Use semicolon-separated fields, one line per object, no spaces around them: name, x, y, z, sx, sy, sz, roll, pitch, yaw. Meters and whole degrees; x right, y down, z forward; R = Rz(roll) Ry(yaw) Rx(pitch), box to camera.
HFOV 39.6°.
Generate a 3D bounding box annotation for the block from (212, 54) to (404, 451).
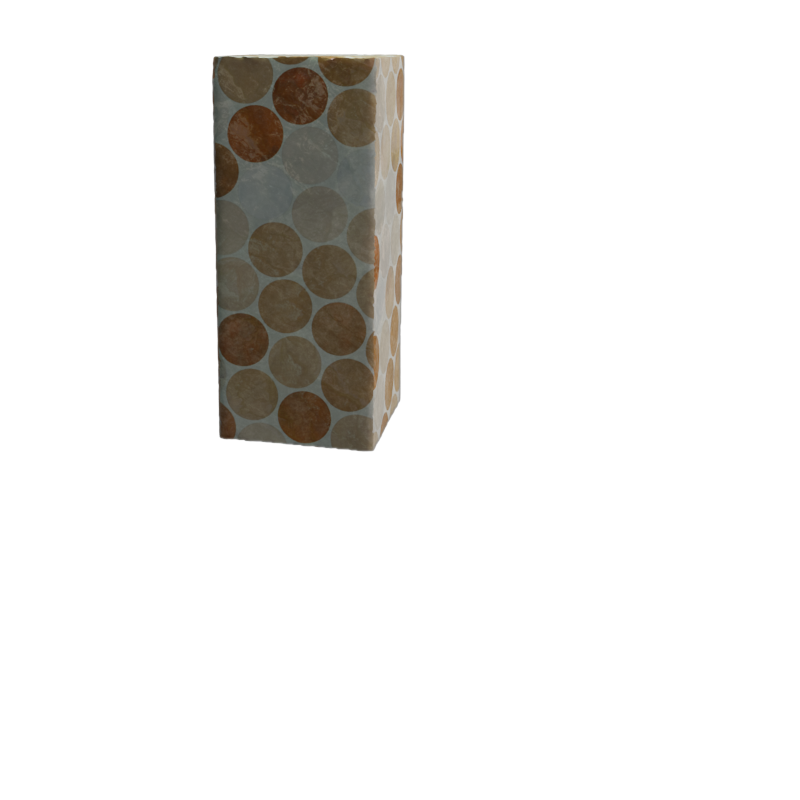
block;-0.049;-0.088;0.619;0.092;0.201;0.092;3;13;10
